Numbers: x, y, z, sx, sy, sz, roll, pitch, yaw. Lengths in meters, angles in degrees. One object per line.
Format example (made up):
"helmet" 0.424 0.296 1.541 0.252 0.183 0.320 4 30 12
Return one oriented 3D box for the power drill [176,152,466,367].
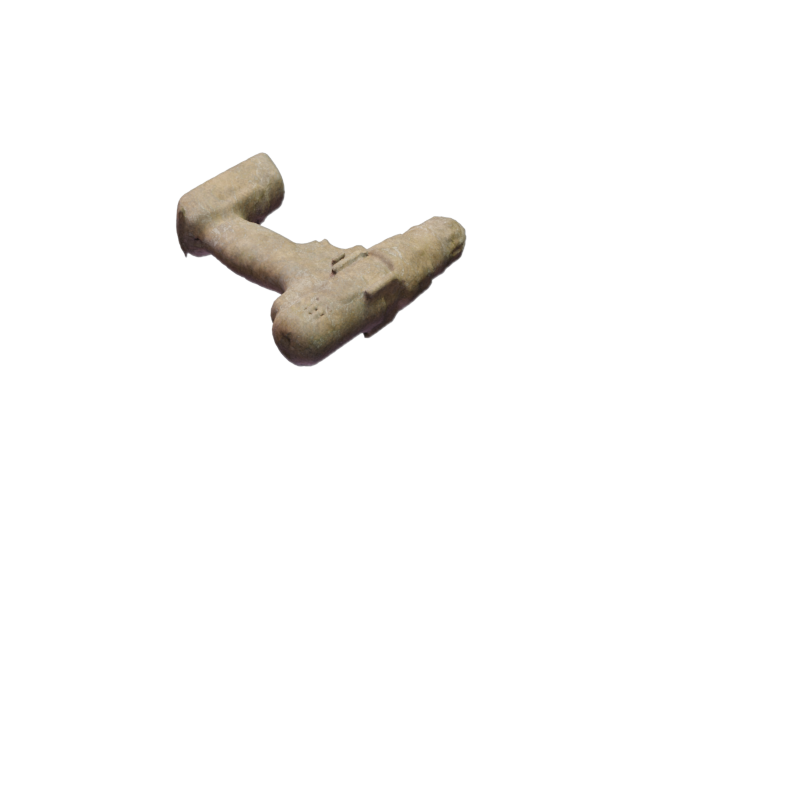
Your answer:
"power drill" -0.067 -0.122 0.858 0.200 0.053 0.185 34 52 31
